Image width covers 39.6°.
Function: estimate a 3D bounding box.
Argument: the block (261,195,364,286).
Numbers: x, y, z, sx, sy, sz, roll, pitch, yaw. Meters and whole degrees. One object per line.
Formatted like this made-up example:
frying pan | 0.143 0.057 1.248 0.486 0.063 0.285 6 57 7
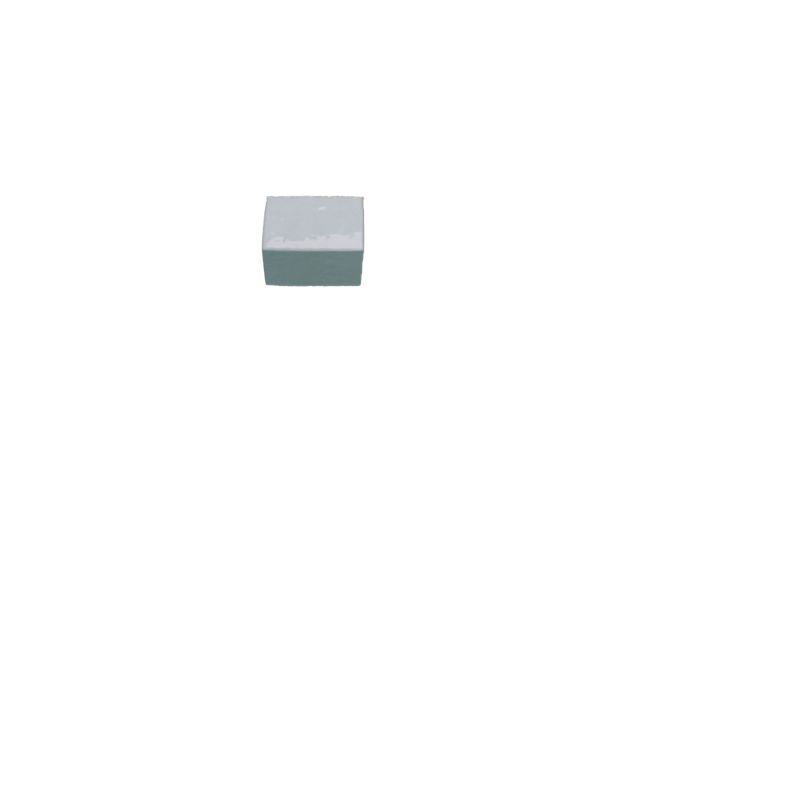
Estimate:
block | -0.067 -0.123 0.861 0.078 0.055 0.049 0 -31 -2
